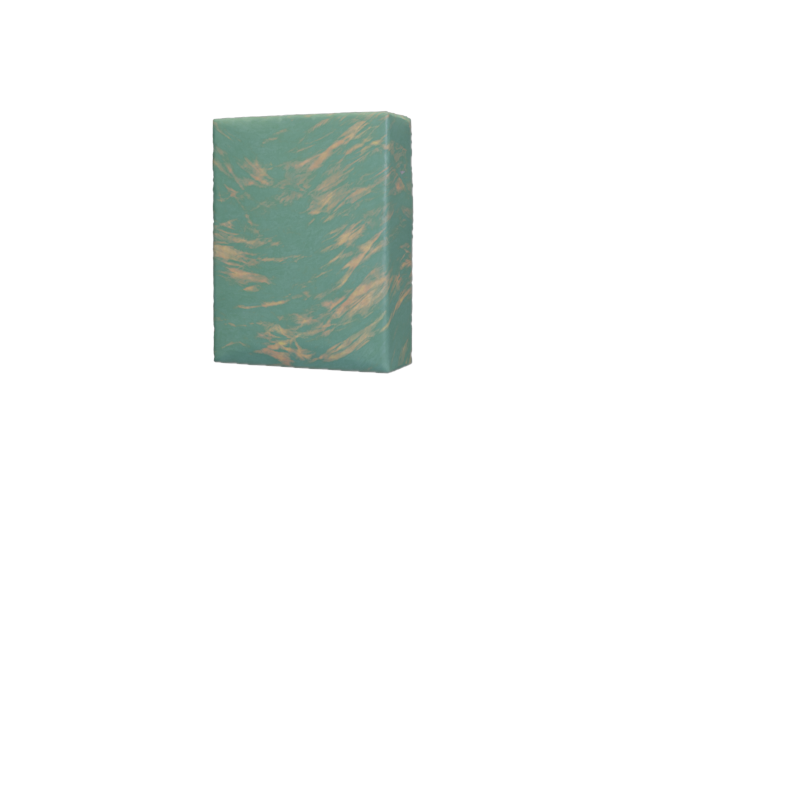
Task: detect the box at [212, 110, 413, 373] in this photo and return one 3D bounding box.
[{"bbox_3d":[-0.075,-0.136,0.953,0.169,0.213,0.070,2,2,22],"label":"box"}]
